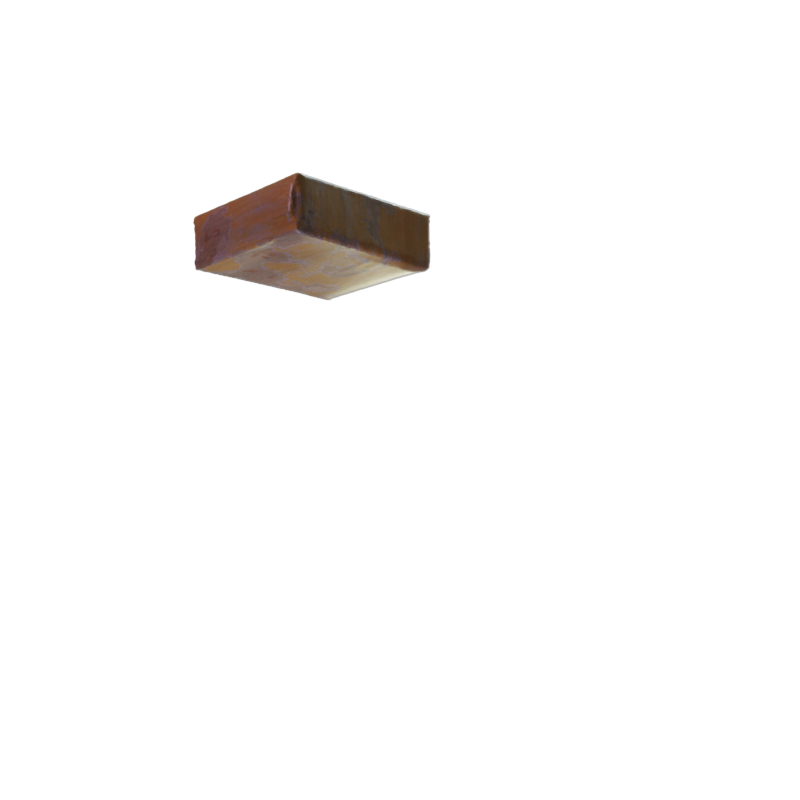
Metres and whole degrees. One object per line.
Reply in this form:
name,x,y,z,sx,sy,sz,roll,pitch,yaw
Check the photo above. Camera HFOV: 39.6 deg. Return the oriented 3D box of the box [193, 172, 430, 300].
box,-0.051,-0.093,0.649,0.091,0.040,0.107,-12,-17,43
